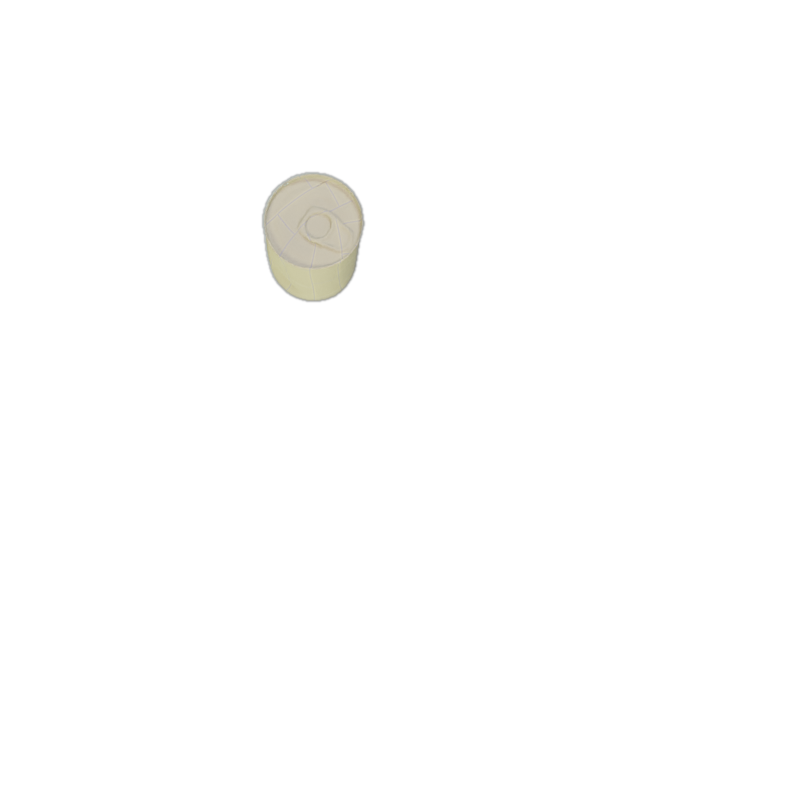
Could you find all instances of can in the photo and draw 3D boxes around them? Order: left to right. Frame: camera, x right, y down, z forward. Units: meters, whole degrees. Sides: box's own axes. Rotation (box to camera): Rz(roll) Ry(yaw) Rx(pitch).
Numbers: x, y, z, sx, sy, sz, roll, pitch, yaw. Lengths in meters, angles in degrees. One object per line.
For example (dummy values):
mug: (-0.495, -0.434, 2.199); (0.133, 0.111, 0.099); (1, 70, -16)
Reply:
can: (-0.062, -0.113, 0.794); (0.068, 0.071, 0.099); (0, -11, -3)
